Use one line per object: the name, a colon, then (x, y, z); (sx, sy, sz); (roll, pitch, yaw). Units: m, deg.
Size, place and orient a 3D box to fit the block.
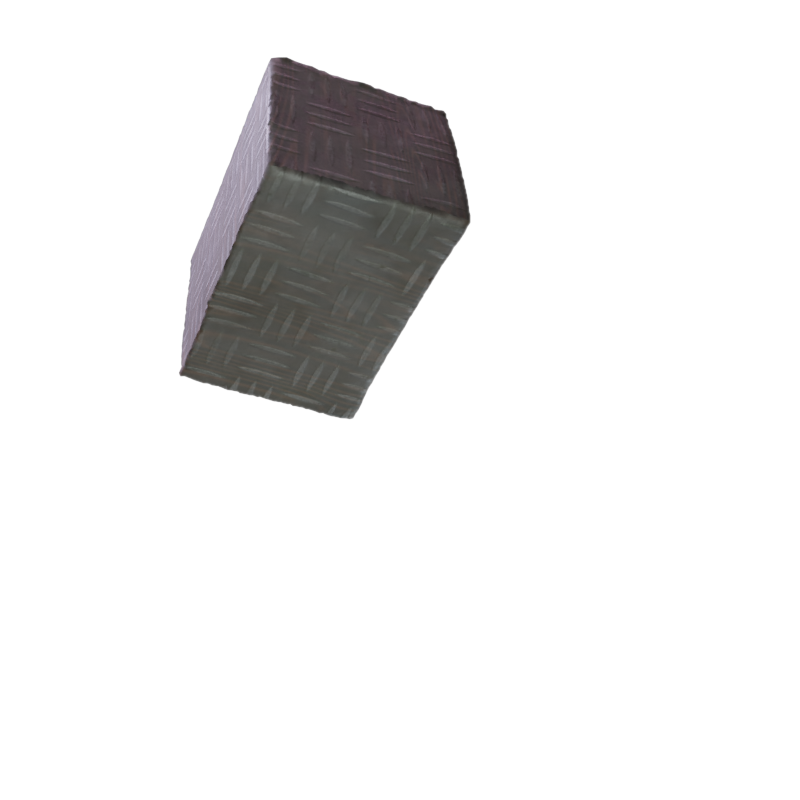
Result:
block: (-0.023, -0.043, 0.299); (0.051, 0.055, 0.075); (16, -49, -17)
